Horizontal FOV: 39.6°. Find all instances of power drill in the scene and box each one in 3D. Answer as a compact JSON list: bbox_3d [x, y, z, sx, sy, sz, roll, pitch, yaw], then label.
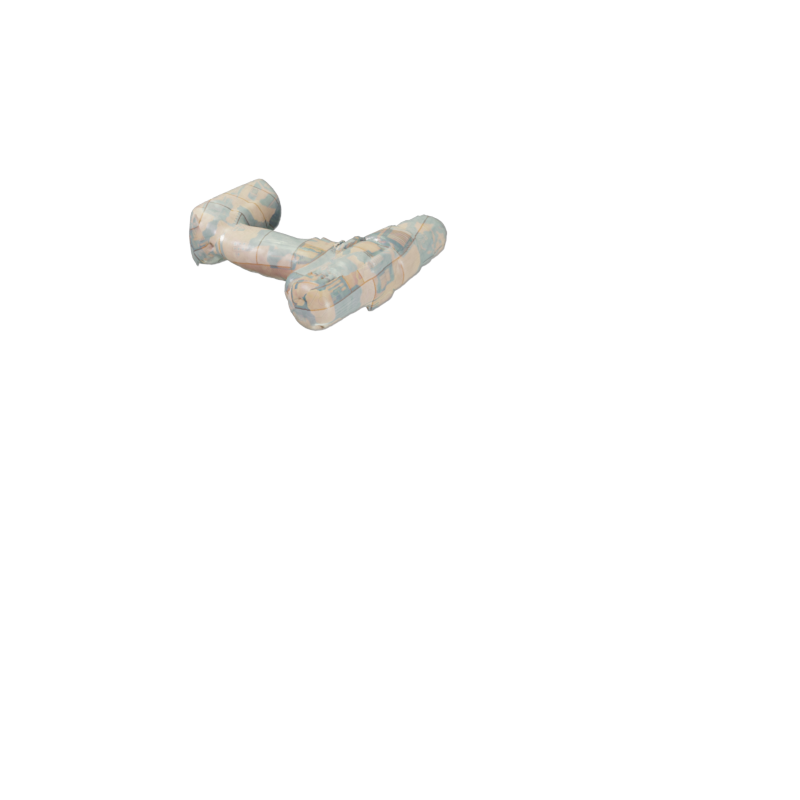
[{"bbox_3d":[-0.076,-0.138,0.965,0.199,0.054,0.185,23,38,32],"label":"power drill"}]
